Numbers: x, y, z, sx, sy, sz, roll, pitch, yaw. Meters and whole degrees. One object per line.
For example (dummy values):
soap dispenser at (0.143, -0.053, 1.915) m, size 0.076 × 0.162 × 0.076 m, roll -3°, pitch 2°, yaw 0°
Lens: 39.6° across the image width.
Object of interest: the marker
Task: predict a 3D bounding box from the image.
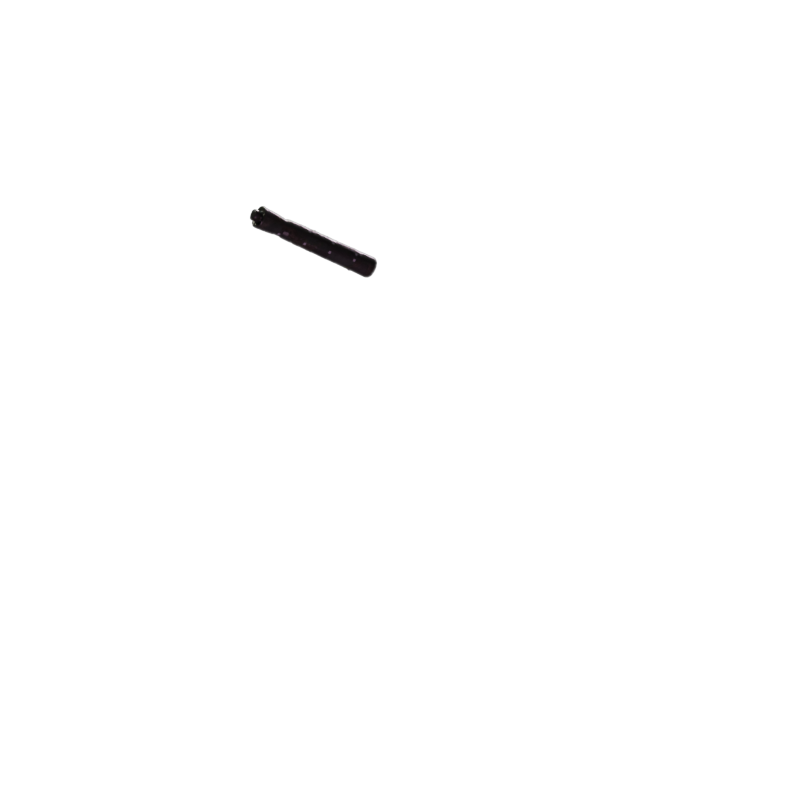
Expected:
marker at (-0.072, -0.131, 0.915) m, size 0.115 × 0.020 × 0.020 m, roll 21°, pitch -8°, yaw -30°
